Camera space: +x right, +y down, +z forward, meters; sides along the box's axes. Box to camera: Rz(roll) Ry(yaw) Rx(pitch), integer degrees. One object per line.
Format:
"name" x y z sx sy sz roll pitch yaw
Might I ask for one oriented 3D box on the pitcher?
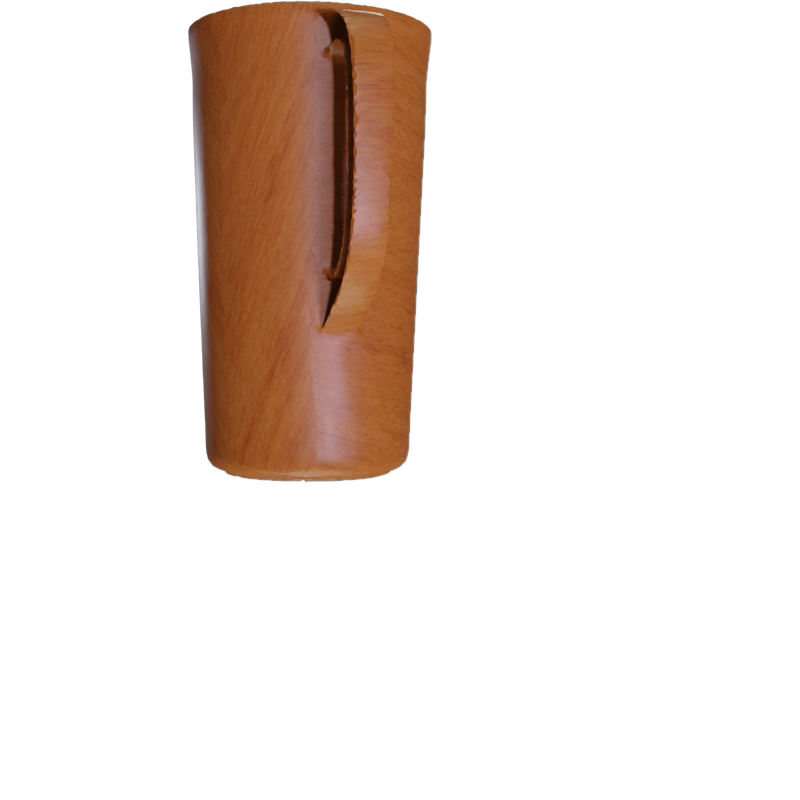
"pitcher" -0.046 -0.084 0.588 0.149 0.245 0.144 -1 -3 25
